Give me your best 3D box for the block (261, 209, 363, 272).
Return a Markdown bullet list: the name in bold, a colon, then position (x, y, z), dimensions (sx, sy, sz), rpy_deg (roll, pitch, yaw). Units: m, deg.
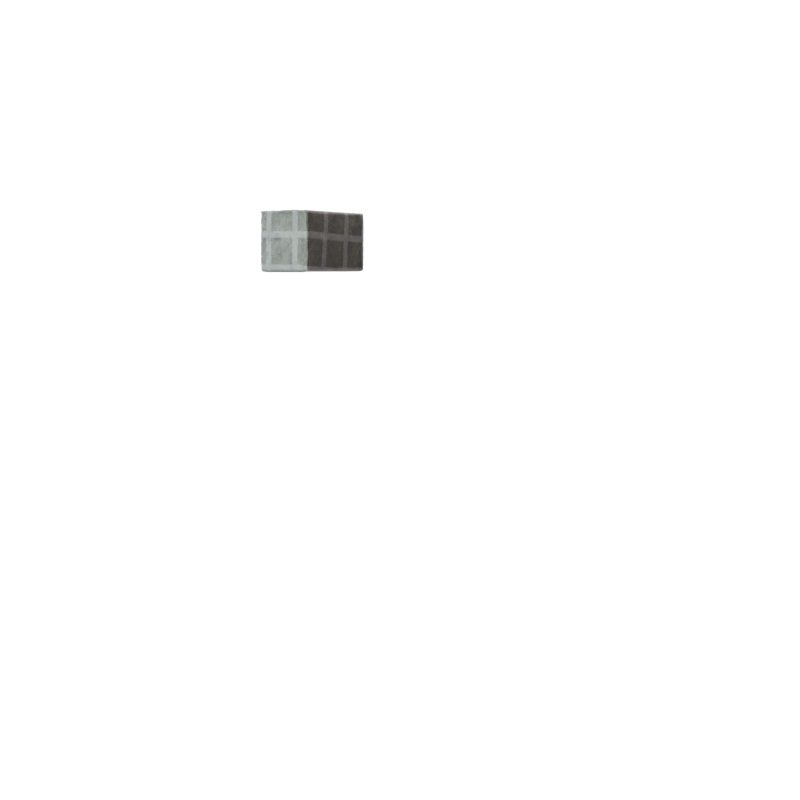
- **block**: position (-0.074, -0.134, 0.941), dimensions (0.055, 0.051, 0.075), rpy_deg (2, 5, 36)
